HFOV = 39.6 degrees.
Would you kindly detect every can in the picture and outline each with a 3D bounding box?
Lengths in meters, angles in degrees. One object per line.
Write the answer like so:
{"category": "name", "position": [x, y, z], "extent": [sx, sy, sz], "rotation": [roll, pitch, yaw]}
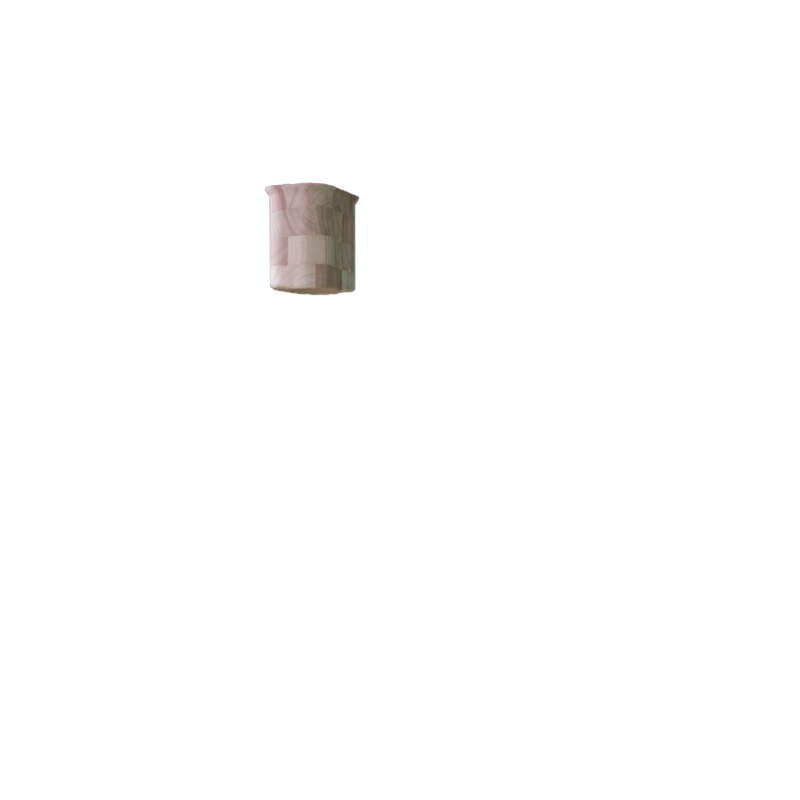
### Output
{"category": "can", "position": [-0.072, -0.132, 0.922], "extent": [0.059, 0.085, 0.099], "rotation": [-1, -2, 18]}
